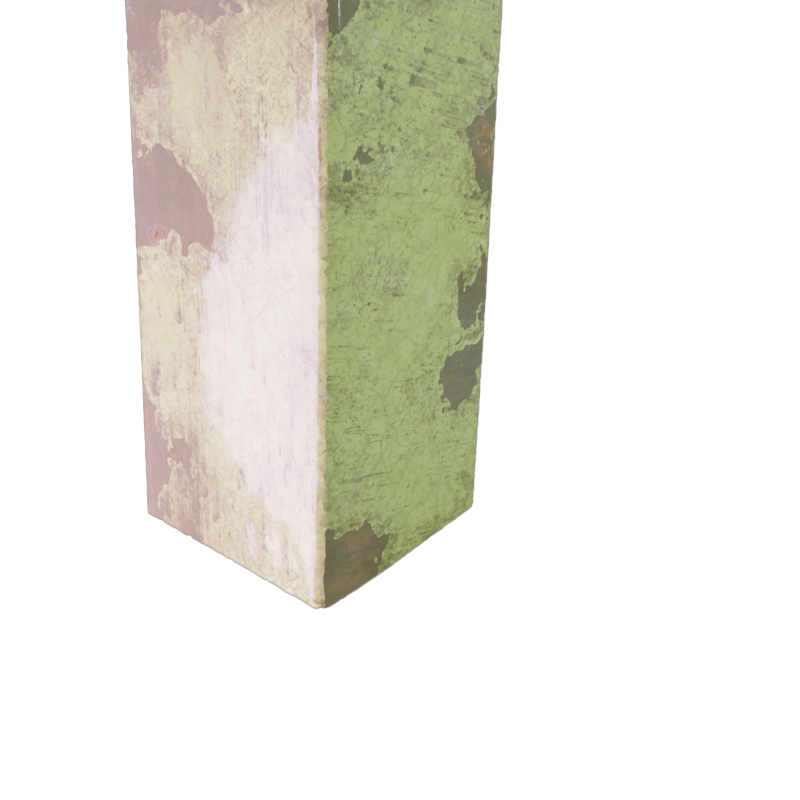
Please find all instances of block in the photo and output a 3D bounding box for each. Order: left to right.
[{"bbox_3d":[-0.029,-0.054,0.377,0.096,0.198,0.089,17,25,37],"label":"block"}]
